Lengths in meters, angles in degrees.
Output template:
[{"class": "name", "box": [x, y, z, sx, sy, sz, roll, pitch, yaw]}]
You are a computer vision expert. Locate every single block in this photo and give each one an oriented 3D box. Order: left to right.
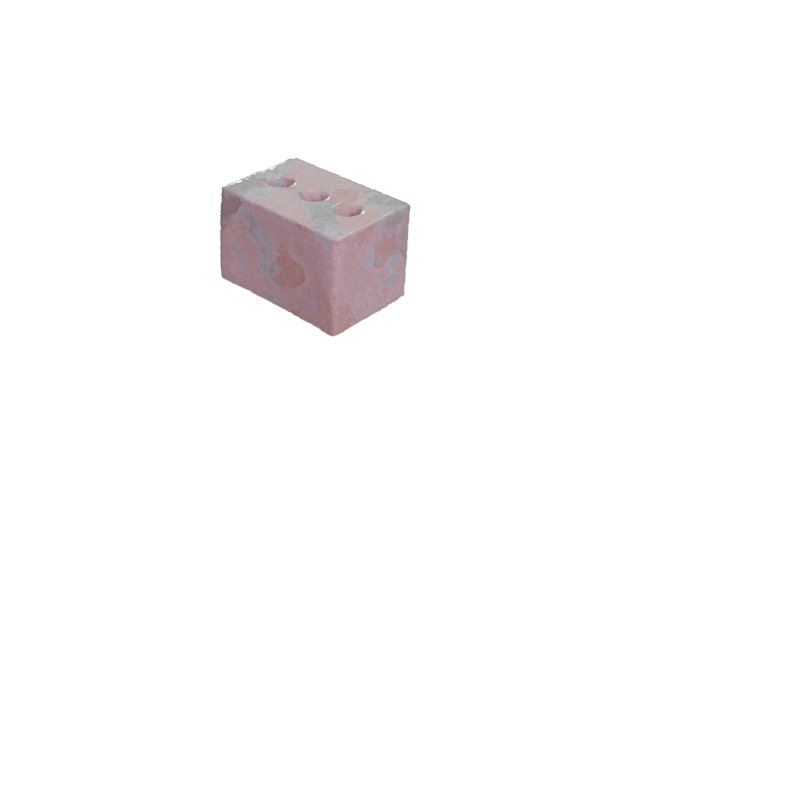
[{"class": "block", "box": [-0.041, -0.075, 0.527, 0.083, 0.048, 0.053, 27, 41, 34]}]
